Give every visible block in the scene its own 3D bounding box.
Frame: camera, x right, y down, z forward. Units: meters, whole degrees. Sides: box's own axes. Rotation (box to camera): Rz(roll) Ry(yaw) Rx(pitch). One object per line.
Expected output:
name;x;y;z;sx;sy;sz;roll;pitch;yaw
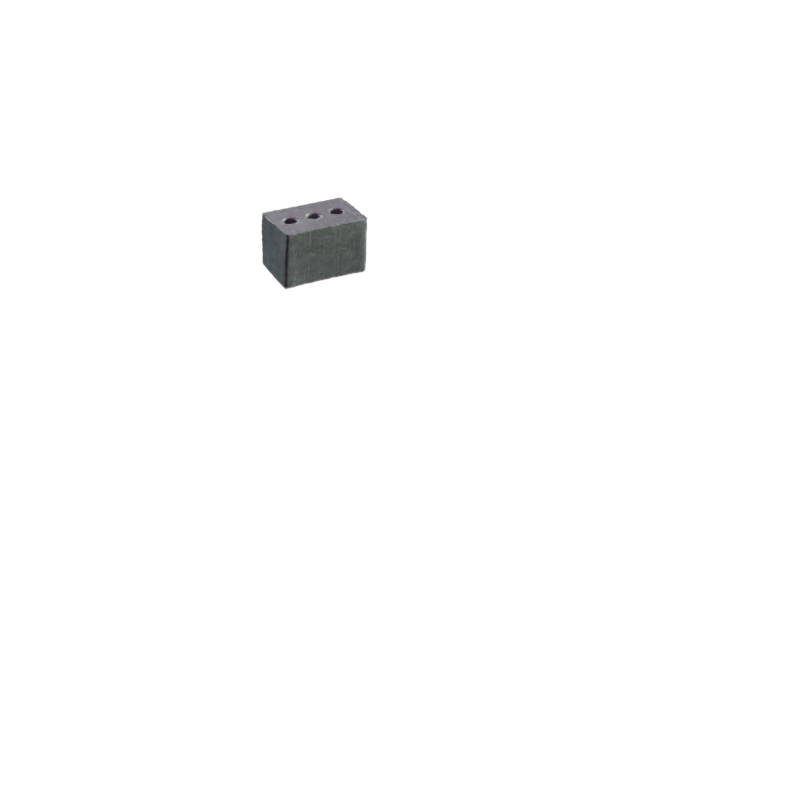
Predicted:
block;-0.074;-0.136;0.950;0.077;0.048;0.057;-15;34;-24
